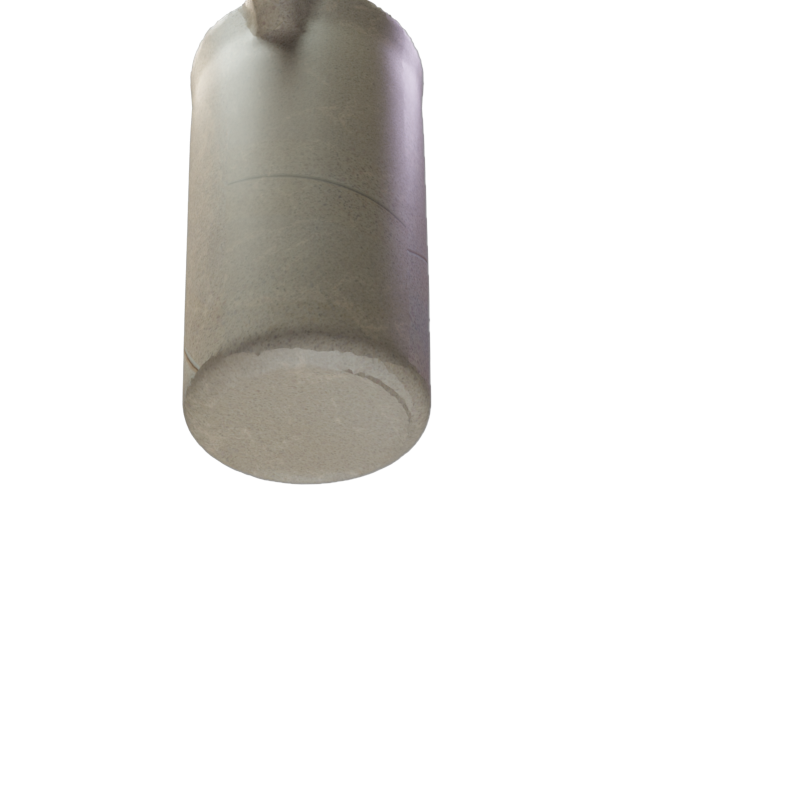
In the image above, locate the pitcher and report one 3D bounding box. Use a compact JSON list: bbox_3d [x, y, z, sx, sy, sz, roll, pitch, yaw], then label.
[{"bbox_3d":[-0.044,-0.080,0.564,0.142,0.261,0.142,22,-46,-27],"label":"pitcher"}]
